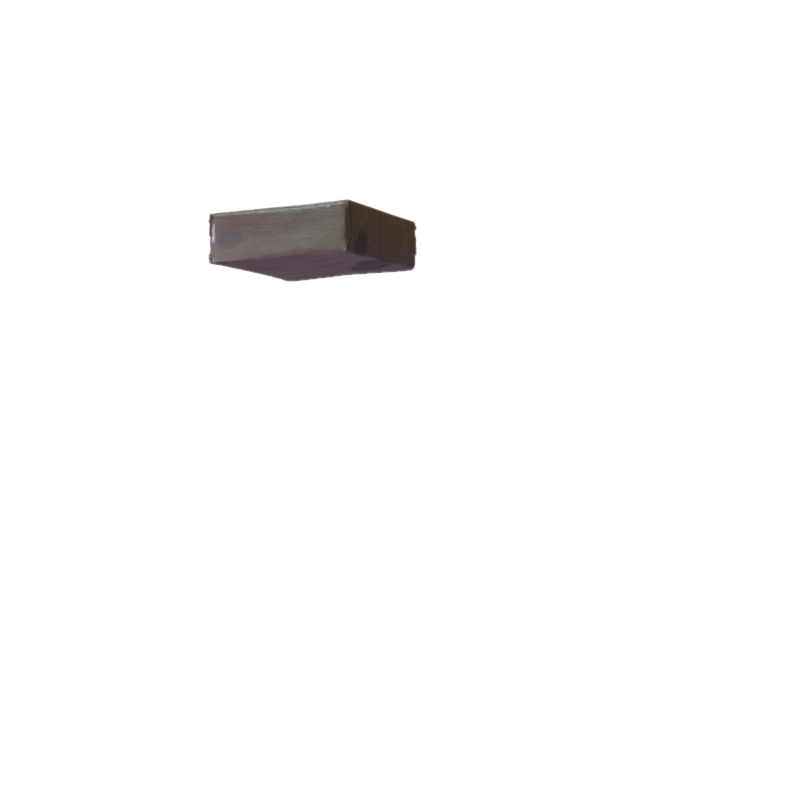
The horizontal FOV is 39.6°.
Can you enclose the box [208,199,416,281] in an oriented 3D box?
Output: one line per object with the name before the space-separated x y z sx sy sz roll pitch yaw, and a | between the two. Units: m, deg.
box | -0.058 -0.106 0.745 0.117 0.040 0.086 -2 -5 31
